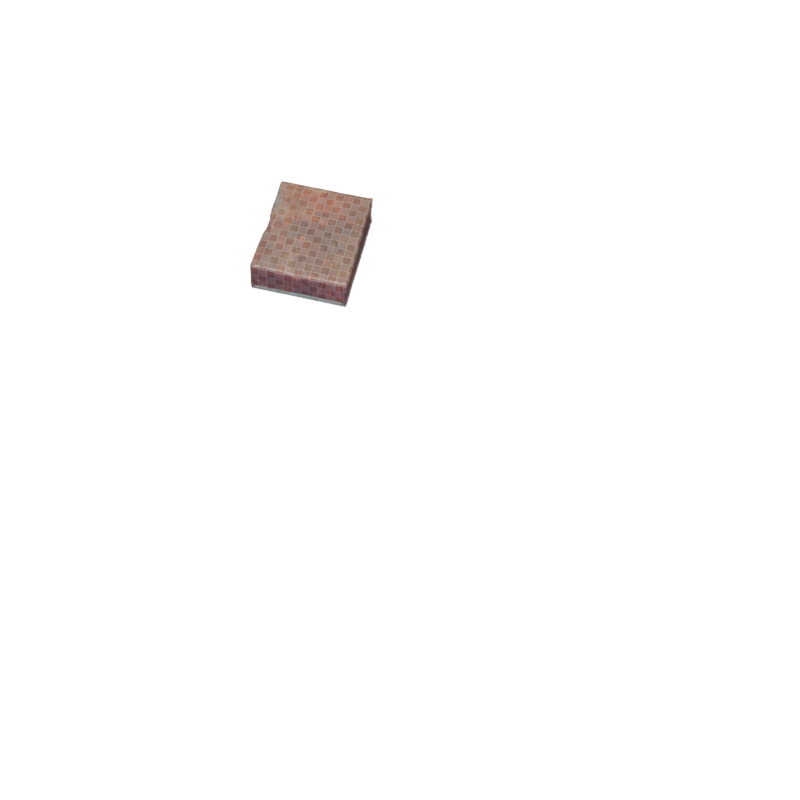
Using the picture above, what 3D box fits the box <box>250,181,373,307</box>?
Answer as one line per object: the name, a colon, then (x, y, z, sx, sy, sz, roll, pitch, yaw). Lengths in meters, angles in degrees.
box: (-0.065, -0.118, 0.827, 0.074, 0.094, 0.028, 11, -35, 7)
